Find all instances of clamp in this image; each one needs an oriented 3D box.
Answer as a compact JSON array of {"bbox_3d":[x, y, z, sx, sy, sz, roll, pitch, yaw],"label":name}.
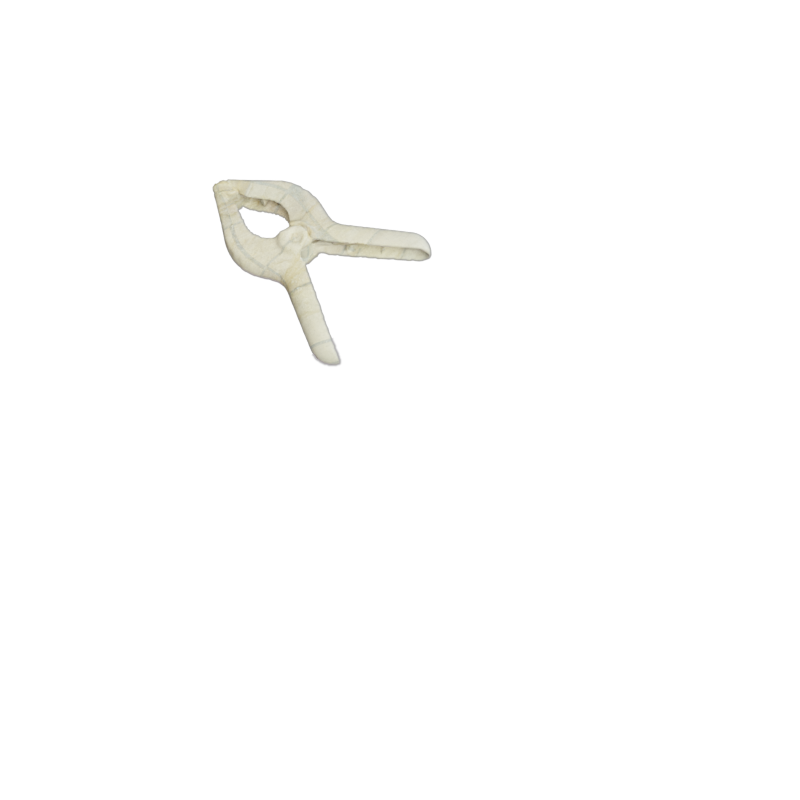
[{"bbox_3d":[-0.065,-0.119,0.832,0.121,0.181,0.037,-38,-22,-18],"label":"clamp"}]
